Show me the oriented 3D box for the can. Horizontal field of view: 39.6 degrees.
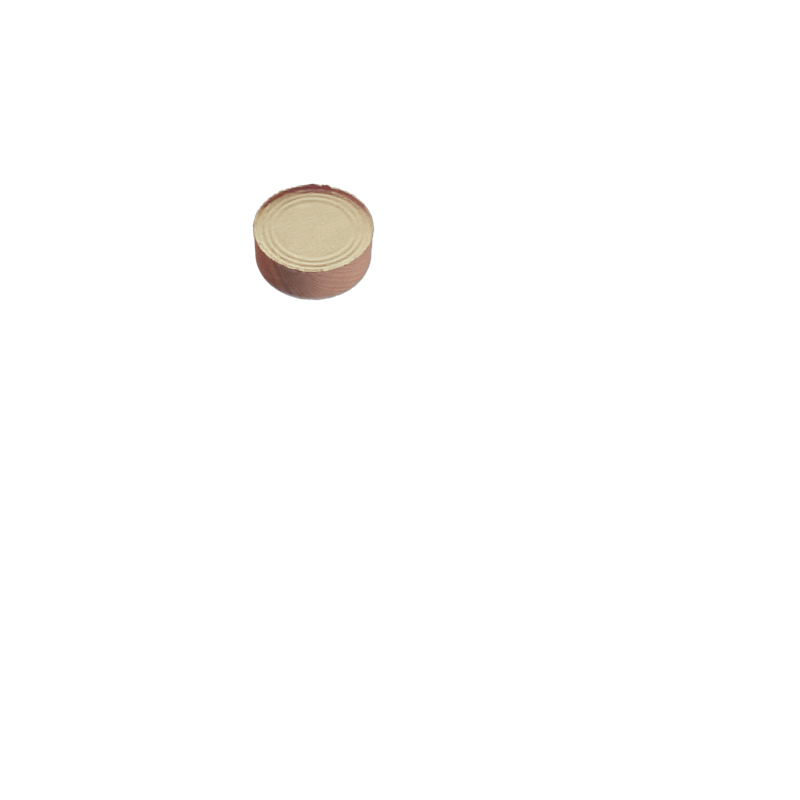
[{"bbox_3d":[-0.062,-0.113,0.794,0.086,0.092,0.031,-1,-39,-1],"label":"can"}]
